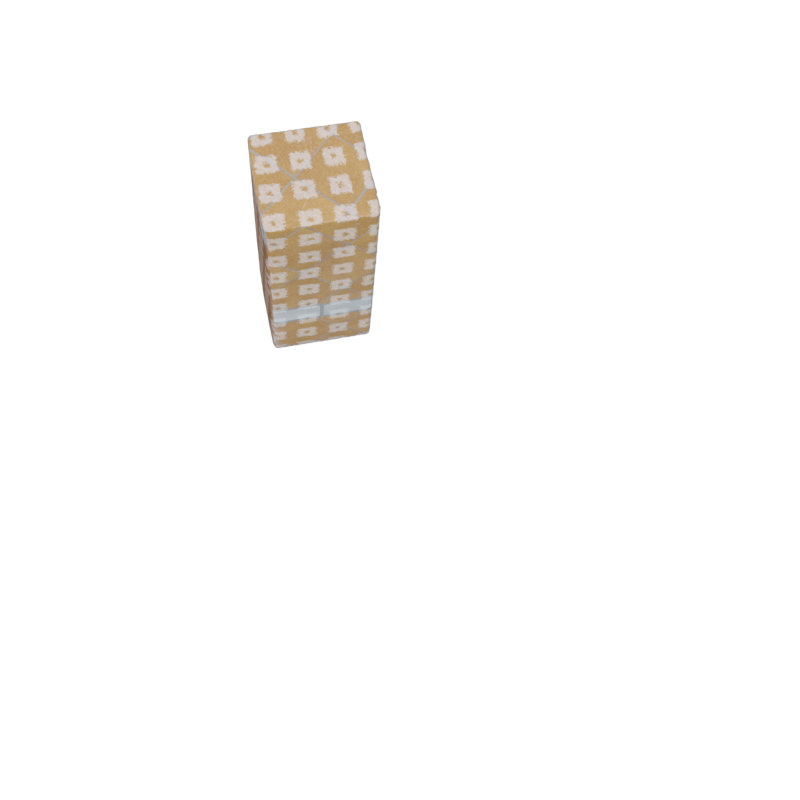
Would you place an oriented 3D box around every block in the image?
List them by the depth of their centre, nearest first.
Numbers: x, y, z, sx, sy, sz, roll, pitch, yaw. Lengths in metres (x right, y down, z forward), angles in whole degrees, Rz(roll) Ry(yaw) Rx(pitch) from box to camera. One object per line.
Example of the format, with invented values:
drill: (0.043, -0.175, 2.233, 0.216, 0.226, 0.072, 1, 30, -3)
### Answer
block: (-0.072, -0.131, 0.922, 0.090, 0.096, 0.195, -9, -24, -8)
